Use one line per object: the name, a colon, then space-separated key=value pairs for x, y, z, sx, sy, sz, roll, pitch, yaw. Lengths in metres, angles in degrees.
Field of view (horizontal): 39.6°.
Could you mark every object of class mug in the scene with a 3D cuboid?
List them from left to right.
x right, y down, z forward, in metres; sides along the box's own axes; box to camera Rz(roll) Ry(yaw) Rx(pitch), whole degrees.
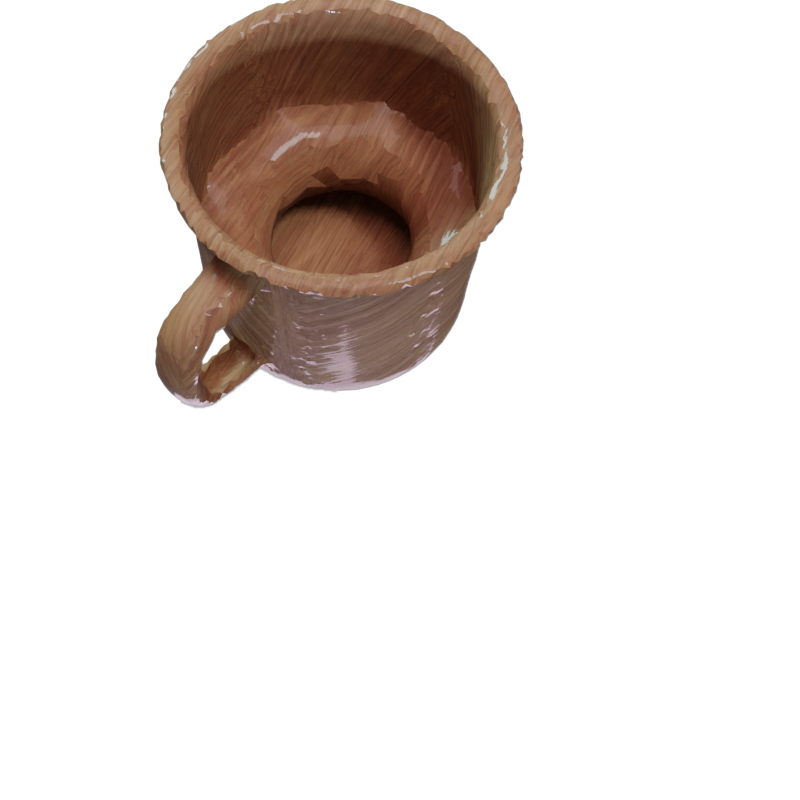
mug: x=-0.024 y=-0.045 z=0.312 sx=0.097 sy=0.120 sz=0.077 roll=32 pitch=-23 yaw=13
